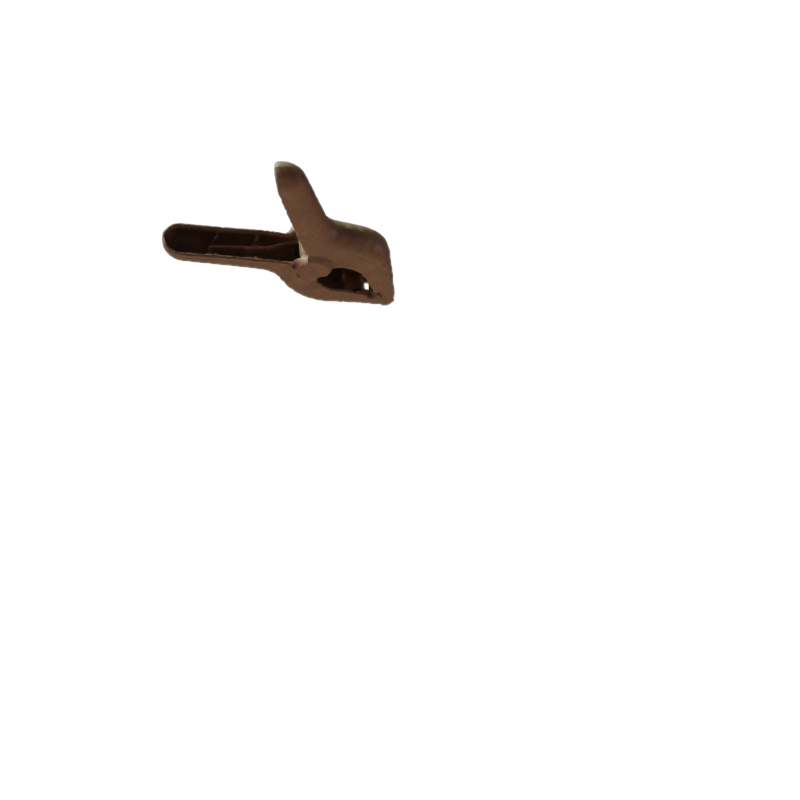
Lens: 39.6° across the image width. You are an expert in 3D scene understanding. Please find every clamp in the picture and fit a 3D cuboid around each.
[{"bbox_3d":[-0.058,-0.105,0.737,0.163,0.041,0.121,13,-22,-36],"label":"clamp"}]
